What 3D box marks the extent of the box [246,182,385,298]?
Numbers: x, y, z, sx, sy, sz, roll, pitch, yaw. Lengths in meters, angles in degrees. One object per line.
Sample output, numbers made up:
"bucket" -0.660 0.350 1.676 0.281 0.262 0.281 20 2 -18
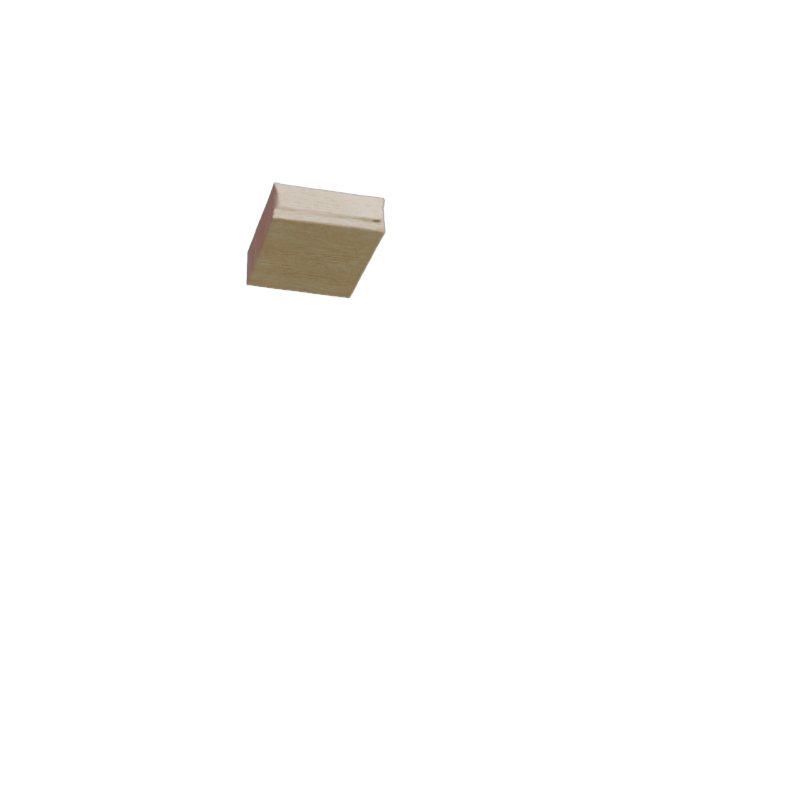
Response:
"box" -0.056 -0.103 0.718 0.072 0.032 0.086 7 -28 -14
